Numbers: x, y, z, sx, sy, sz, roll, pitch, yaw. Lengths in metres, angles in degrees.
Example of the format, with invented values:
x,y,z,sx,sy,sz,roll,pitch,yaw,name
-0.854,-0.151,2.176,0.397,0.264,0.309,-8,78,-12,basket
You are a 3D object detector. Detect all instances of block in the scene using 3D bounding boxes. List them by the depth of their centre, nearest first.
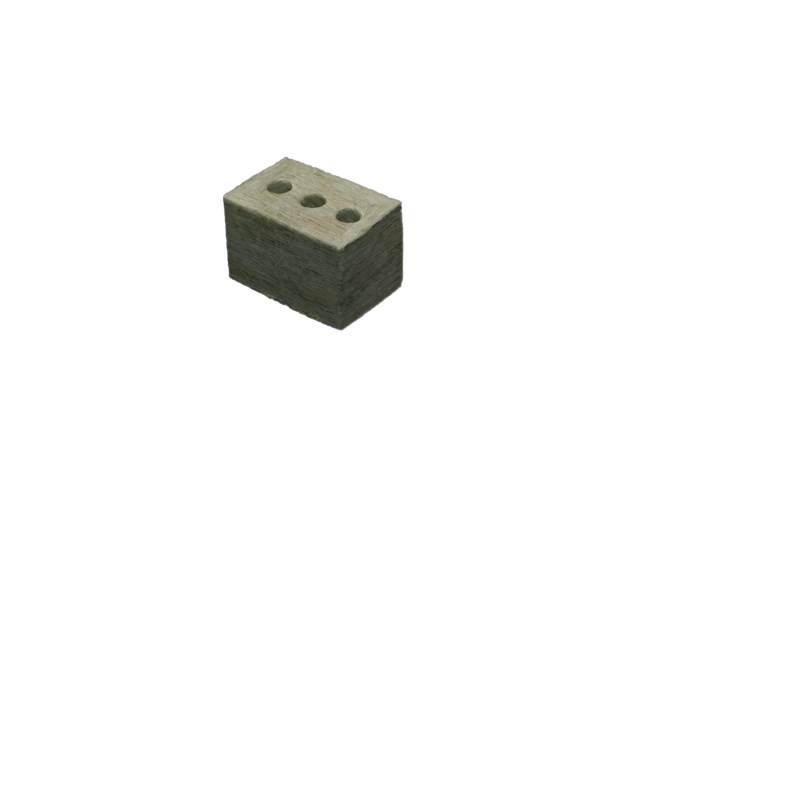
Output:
x,y,z,sx,sy,sz,roll,pitch,yaw,name
-0.044,-0.080,0.562,0.082,0.048,0.053,25,43,28,block
